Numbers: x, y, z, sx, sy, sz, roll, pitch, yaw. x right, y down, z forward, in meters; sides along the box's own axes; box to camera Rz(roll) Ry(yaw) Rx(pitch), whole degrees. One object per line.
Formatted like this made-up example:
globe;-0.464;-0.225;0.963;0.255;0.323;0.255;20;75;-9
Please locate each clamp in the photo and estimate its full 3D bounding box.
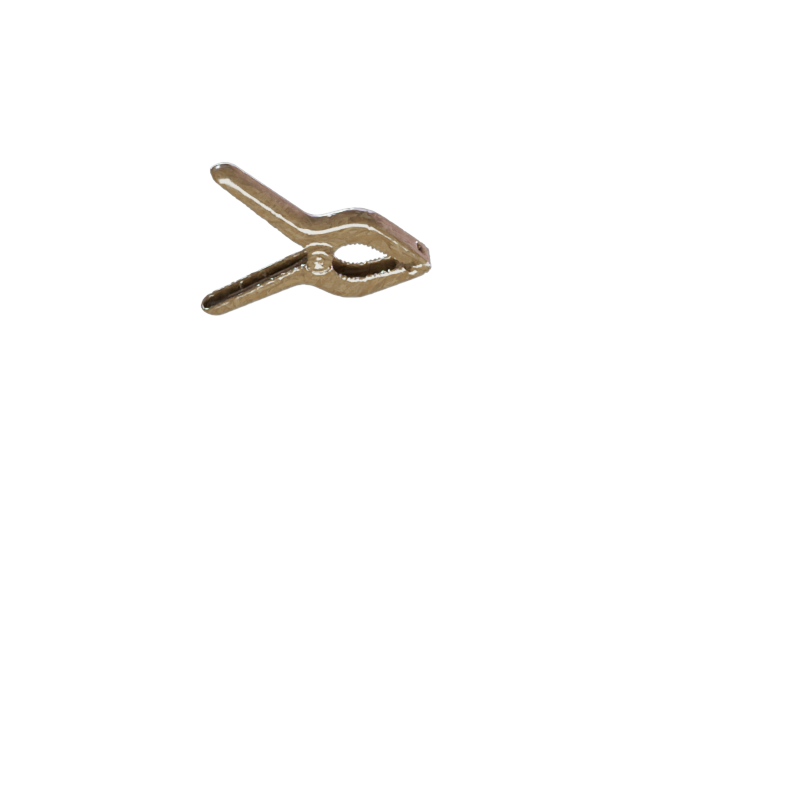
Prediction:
clamp;-0.077;-0.141;0.984;0.210;0.153;0.039;0;43;-1
